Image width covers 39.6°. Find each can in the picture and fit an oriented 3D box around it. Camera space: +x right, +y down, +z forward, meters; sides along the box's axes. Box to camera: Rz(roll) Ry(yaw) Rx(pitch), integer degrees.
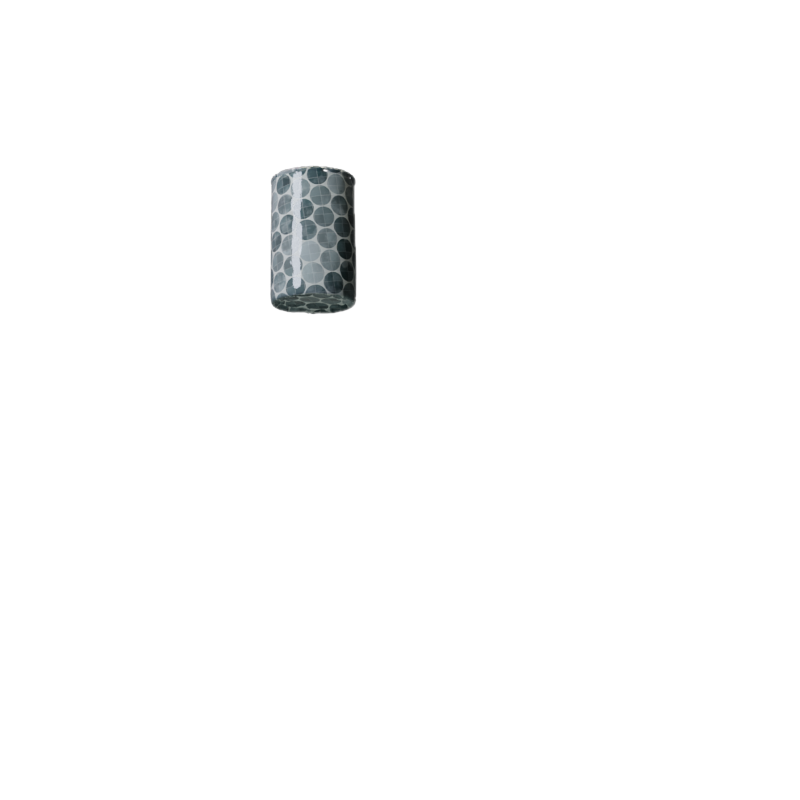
[{"bbox_3d":[-0.068,-0.124,0.870,0.068,0.106,0.066,0,-15,-2],"label":"can"}]
